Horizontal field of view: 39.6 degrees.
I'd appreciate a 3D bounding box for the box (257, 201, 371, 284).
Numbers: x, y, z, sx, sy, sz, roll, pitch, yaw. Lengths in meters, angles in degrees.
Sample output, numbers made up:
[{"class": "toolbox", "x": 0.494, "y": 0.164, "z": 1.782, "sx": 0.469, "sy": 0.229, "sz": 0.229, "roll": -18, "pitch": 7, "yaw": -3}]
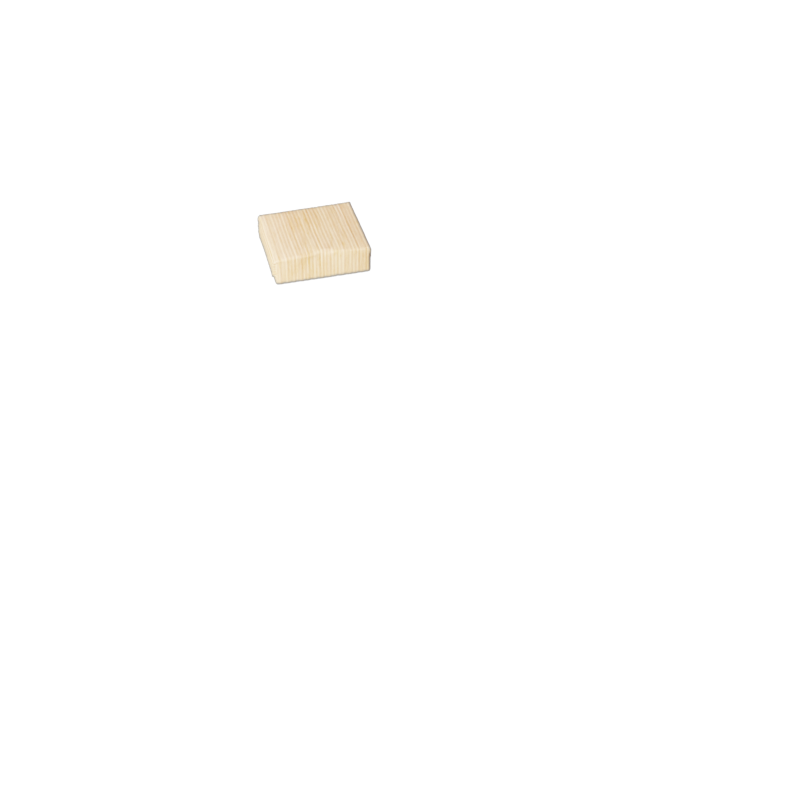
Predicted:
[{"class": "box", "x": -0.078, "y": -0.142, "z": 0.994, "sx": 0.088, "sy": 0.028, "sz": 0.079, "roll": -10, "pitch": 42, "yaw": -11}]
